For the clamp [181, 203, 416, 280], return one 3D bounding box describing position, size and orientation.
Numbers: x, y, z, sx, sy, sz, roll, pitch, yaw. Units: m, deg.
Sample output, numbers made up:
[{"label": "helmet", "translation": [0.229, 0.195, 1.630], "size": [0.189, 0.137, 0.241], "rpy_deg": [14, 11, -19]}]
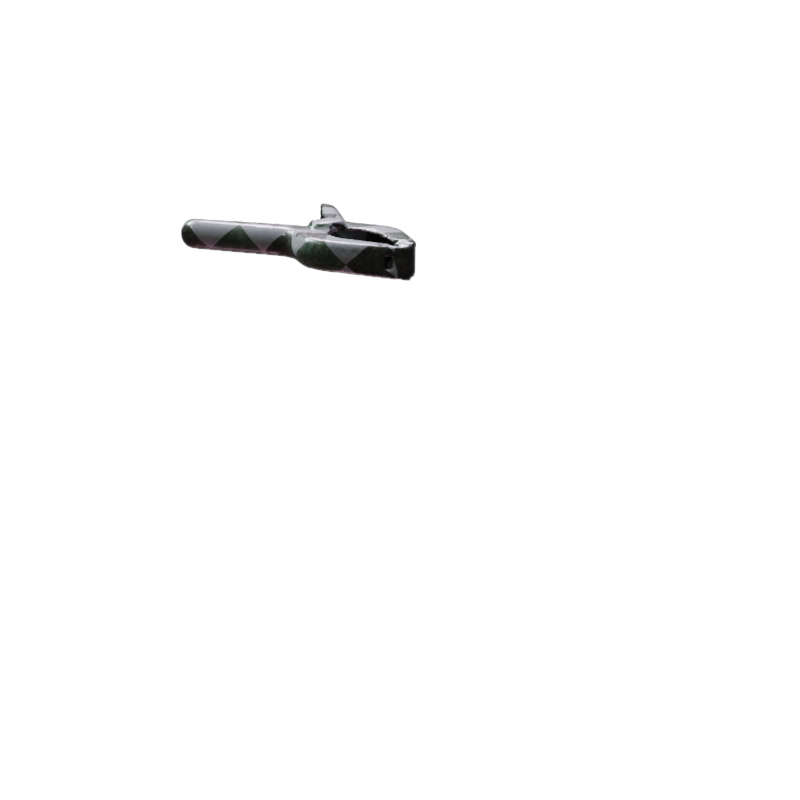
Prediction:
[{"label": "clamp", "translation": [-0.071, -0.130, 0.913], "size": [0.161, 0.035, 0.223], "rpy_deg": [-12, 23, -32]}]
